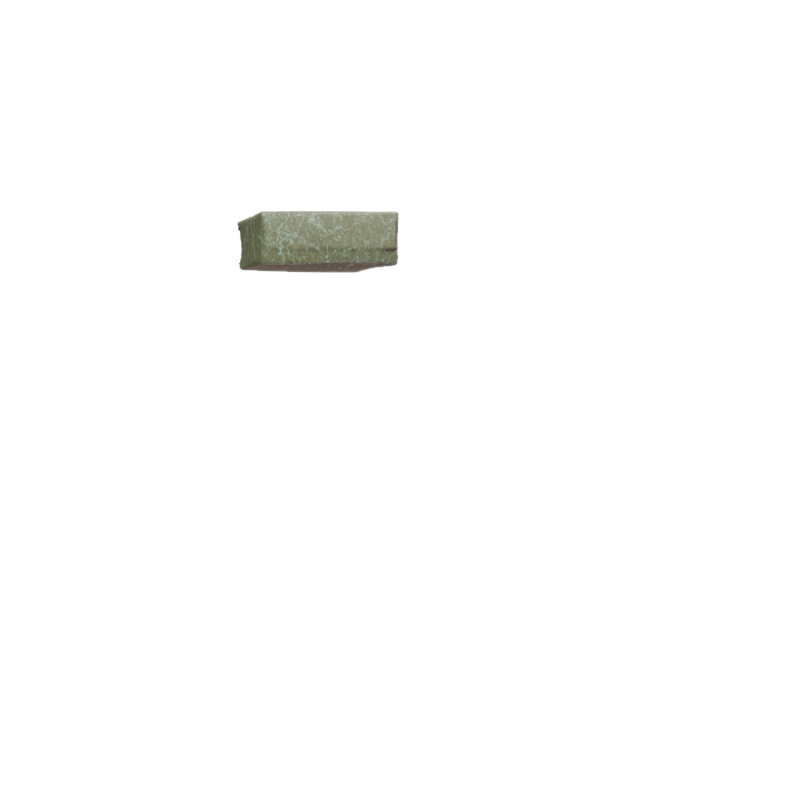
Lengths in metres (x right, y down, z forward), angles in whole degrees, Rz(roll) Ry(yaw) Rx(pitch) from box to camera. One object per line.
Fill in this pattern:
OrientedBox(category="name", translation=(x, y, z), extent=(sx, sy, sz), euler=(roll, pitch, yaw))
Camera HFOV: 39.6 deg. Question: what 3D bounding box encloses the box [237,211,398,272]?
OrientedBox(category="box", translation=(-0.058, -0.106, 0.745), extent=(0.088, 0.039, 0.115), euler=(-1, 3, -14))
